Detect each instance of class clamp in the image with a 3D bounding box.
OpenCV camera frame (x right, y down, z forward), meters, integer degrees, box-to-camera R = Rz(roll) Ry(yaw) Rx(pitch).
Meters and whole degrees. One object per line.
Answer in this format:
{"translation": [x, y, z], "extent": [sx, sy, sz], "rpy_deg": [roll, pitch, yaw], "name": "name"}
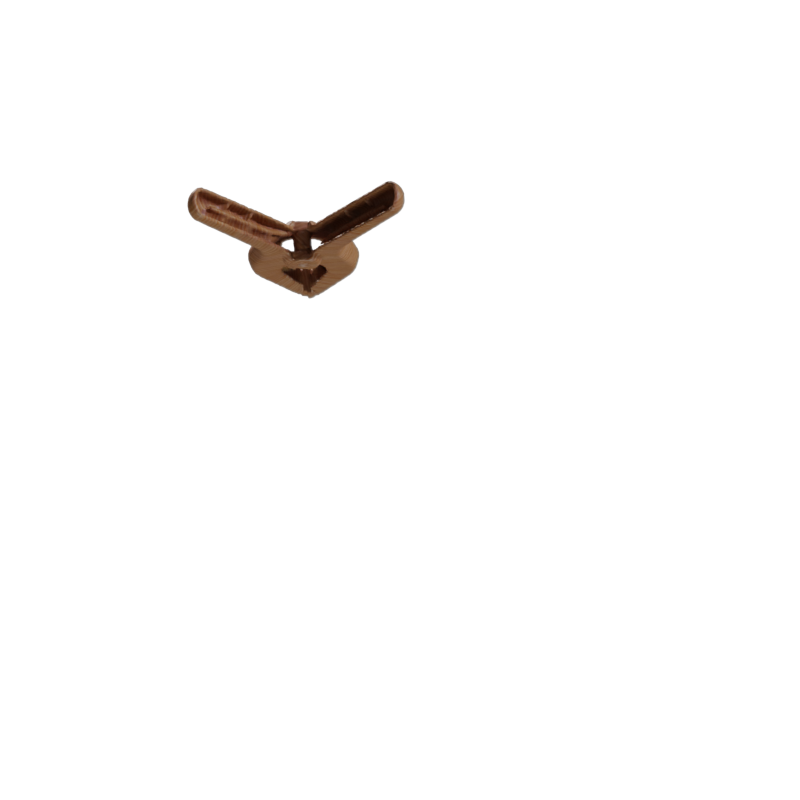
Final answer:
{"translation": [-0.072, -0.131, 0.921], "extent": [0.166, 0.038, 0.199], "rpy_deg": [-2, -15, 7], "name": "clamp"}
